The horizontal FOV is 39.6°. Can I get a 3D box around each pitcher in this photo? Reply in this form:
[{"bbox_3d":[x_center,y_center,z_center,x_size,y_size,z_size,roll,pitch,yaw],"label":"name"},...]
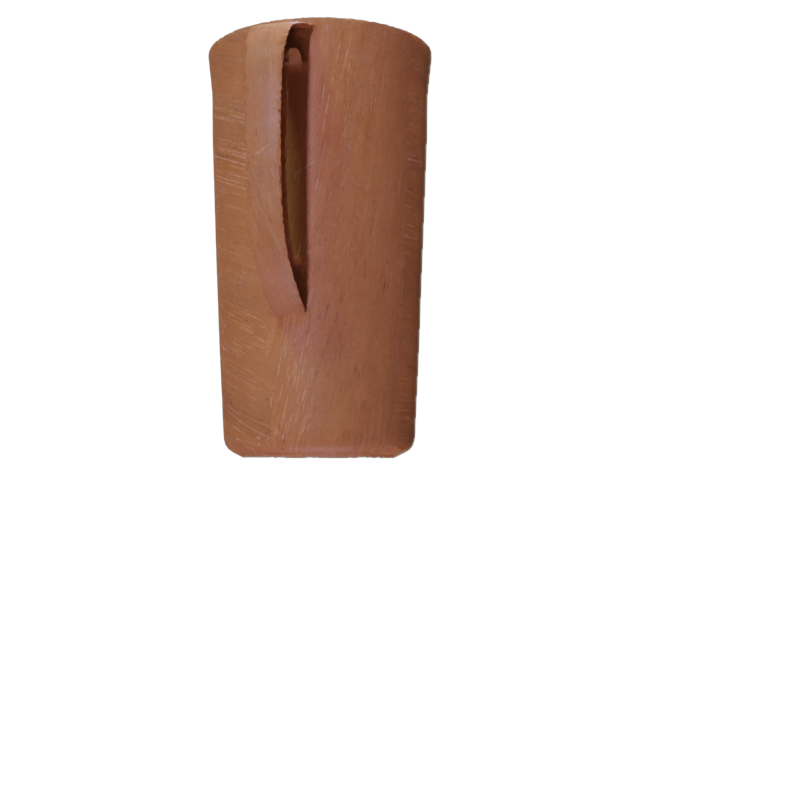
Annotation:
[{"bbox_3d":[-0.050,-0.091,0.634,0.143,0.249,0.147,5,-10,-32],"label":"pitcher"}]
